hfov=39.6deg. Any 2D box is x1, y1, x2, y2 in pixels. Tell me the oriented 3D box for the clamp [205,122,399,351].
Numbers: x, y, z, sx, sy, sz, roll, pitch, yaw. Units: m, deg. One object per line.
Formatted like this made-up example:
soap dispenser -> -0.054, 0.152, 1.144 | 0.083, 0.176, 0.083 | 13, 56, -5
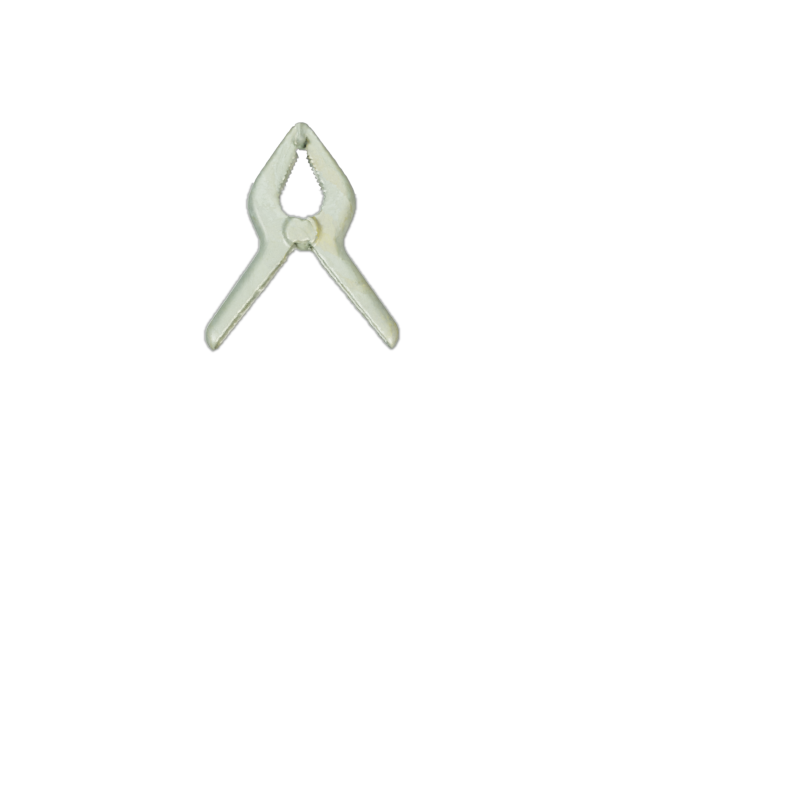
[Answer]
clamp -> -0.076, -0.138, 0.966 | 0.165, 0.217, 0.035 | 6, -15, 1
